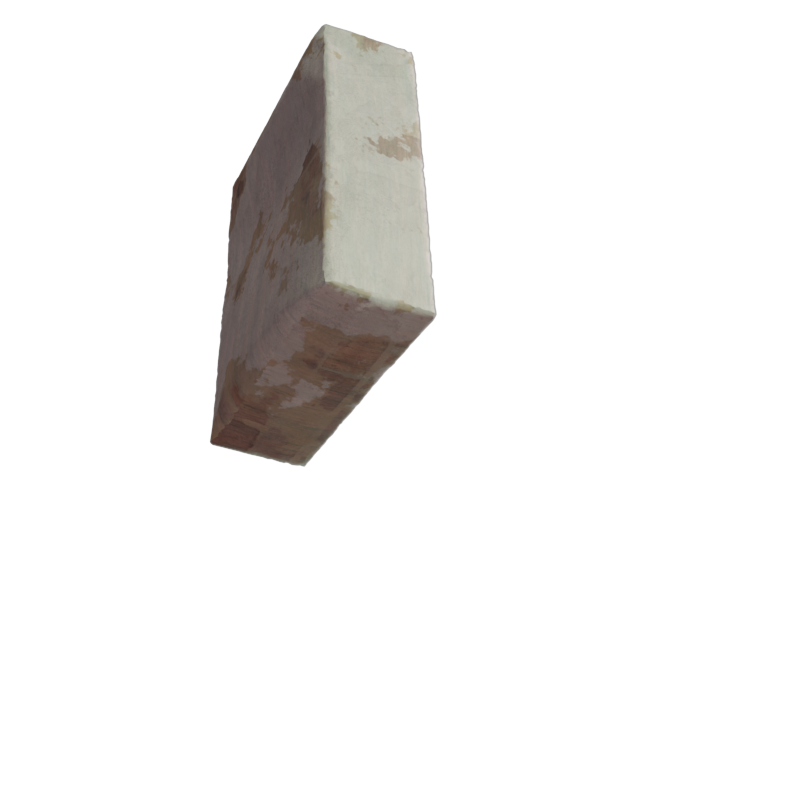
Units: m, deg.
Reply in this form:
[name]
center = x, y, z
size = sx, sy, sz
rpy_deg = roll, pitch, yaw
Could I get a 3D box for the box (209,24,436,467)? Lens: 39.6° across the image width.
[box]
center = -0.052, -0.096, 0.670
size = 0.069, 0.229, 0.159
rpy_deg = 16, -42, -23
